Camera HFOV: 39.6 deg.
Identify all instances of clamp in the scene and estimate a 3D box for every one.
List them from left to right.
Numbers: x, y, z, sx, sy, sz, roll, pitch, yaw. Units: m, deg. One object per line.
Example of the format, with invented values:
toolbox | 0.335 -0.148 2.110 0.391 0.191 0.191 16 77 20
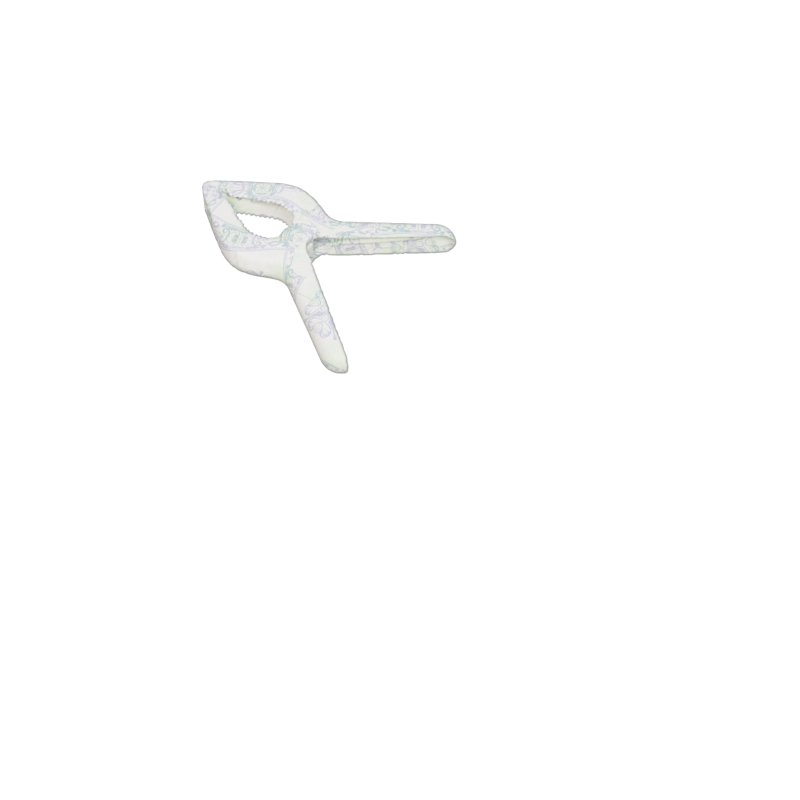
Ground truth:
clamp | -0.071 -0.130 0.907 0.222 0.034 0.167 36 60 25
